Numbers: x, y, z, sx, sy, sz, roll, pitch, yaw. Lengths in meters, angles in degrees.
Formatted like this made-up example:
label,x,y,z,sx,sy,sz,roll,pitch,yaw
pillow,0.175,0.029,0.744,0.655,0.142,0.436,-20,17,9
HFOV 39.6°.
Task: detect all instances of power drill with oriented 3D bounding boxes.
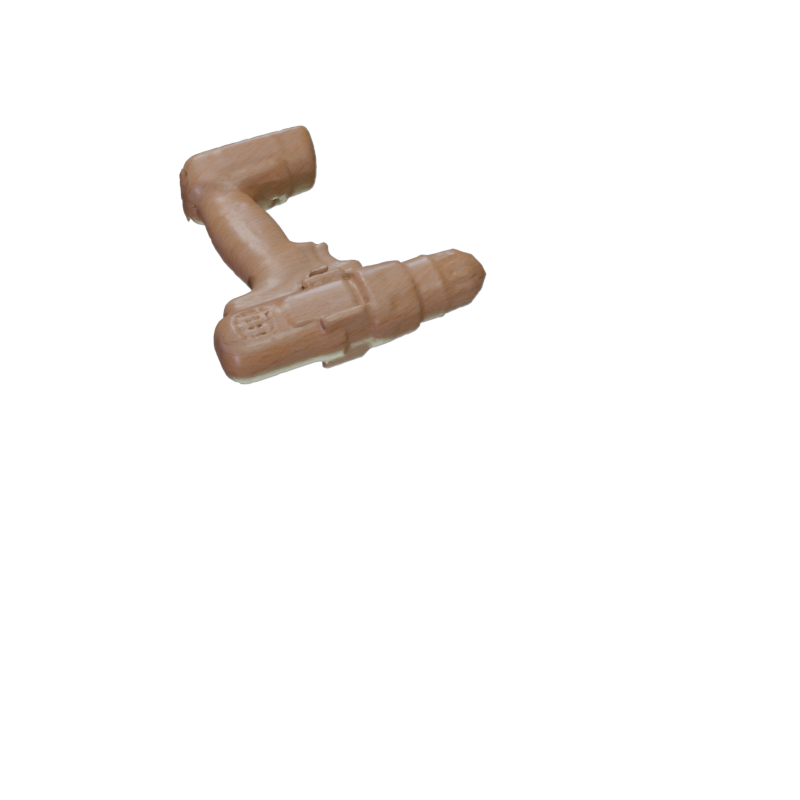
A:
label,x,y,z,sx,sy,sz,roll,pitch,yaw
power drill,-0.059,-0.108,0.756,0.183,0.203,0.053,-18,-39,-16
